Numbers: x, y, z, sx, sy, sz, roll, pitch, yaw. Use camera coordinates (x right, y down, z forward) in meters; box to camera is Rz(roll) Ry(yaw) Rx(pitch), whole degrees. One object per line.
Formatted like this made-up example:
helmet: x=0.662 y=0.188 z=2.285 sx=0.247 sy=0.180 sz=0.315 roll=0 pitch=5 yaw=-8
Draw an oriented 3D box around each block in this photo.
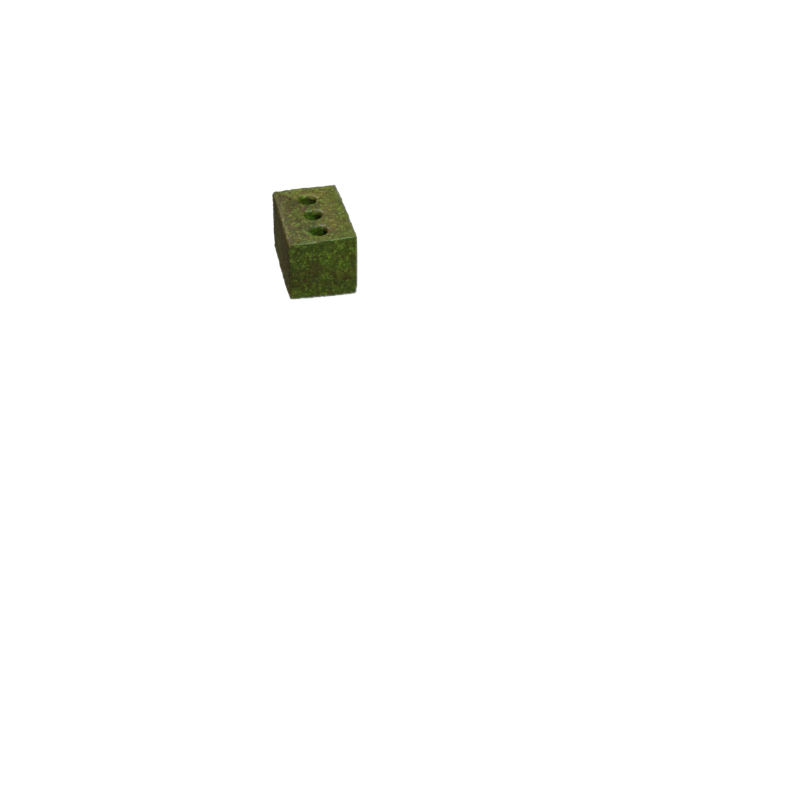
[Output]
block: x=-0.066 y=-0.121 z=0.849 sx=0.052 sy=0.048 sz=0.084 roll=-8 pitch=39 yaw=-12
